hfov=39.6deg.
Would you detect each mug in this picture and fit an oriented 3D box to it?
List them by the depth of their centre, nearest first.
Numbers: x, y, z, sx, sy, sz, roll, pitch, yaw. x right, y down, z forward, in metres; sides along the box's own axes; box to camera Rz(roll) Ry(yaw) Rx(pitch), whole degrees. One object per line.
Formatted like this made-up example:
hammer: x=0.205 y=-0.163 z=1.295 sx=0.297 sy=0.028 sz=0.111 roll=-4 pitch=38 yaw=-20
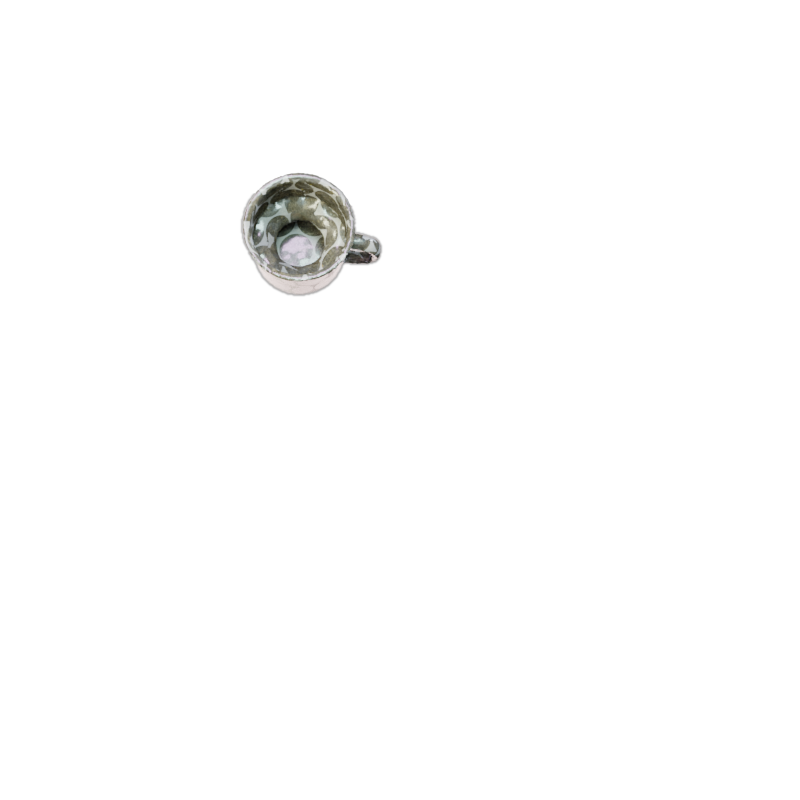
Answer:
mug: x=-0.074 y=-0.135 z=0.948 sx=0.117 sy=0.096 sz=0.079 roll=7 pitch=-13 yaw=0
